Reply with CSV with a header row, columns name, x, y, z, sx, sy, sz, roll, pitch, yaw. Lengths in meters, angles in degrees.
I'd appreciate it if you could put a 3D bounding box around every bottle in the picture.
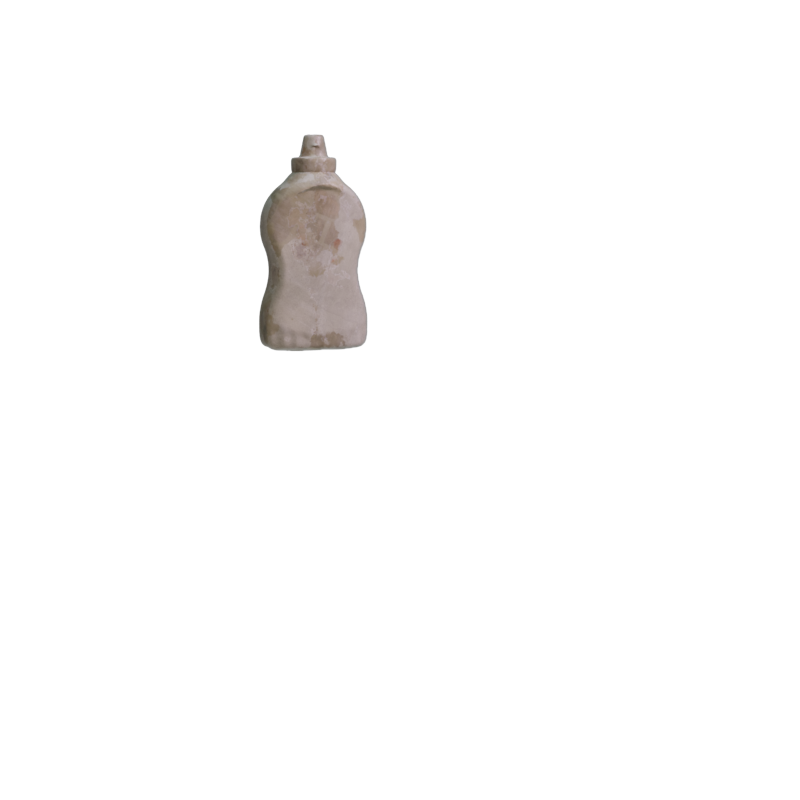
name,x,y,z,sx,sy,sz,roll,pitch,yaw
bottle,-0.078,-0.143,0.999,0.094,0.191,0.060,-1,3,-17
